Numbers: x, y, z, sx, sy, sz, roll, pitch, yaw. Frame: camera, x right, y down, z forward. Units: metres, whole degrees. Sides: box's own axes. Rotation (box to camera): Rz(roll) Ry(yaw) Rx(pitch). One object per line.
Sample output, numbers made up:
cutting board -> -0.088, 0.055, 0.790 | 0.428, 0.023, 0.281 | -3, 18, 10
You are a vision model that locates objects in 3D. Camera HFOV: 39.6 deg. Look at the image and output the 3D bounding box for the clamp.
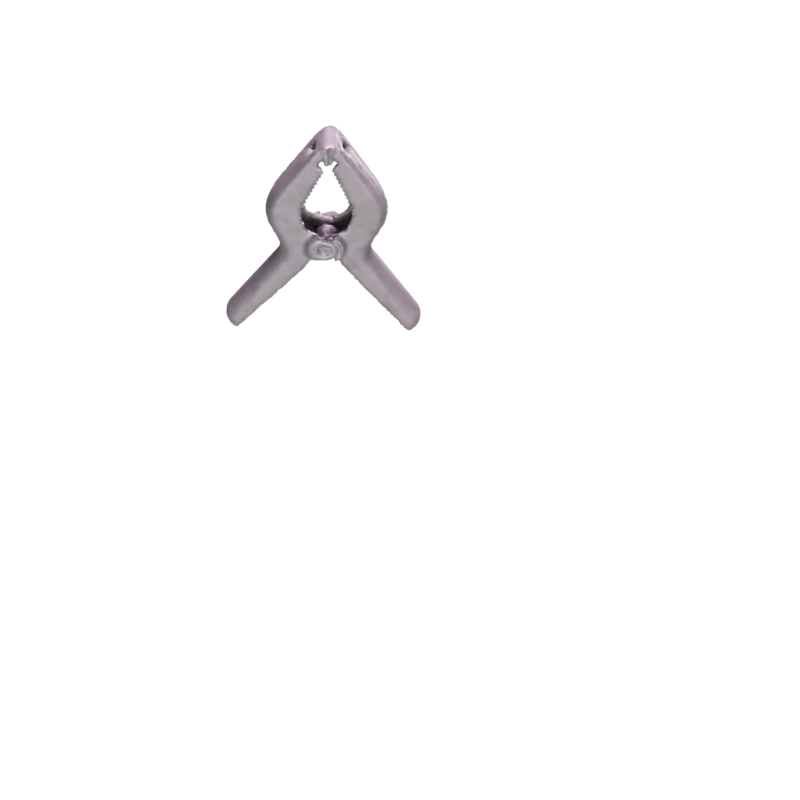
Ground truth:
clamp -> -0.070, -0.127, 0.889 | 0.165, 0.039, 0.195 | -3, -43, 3
